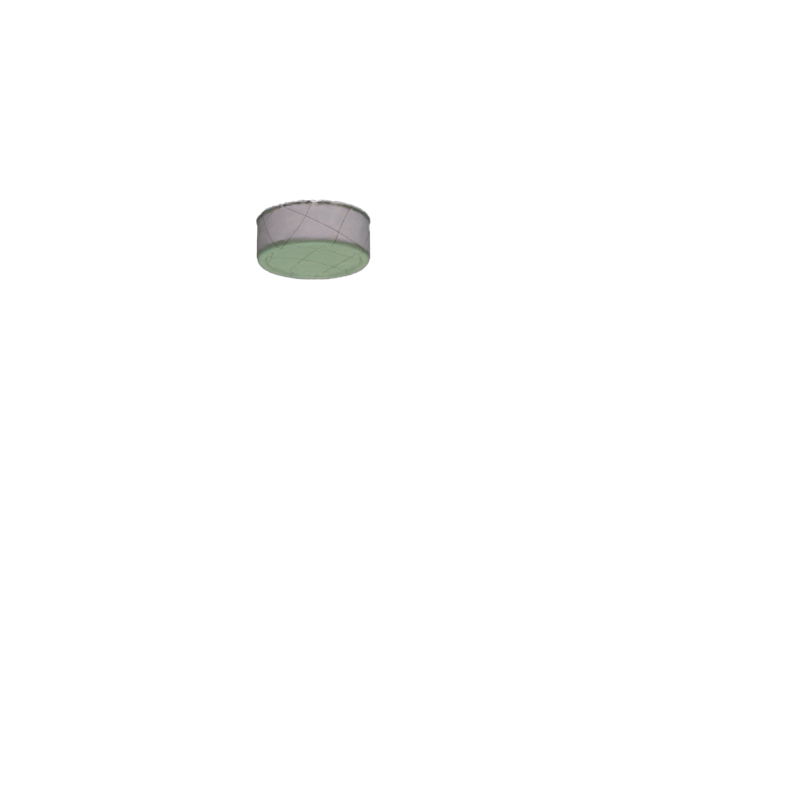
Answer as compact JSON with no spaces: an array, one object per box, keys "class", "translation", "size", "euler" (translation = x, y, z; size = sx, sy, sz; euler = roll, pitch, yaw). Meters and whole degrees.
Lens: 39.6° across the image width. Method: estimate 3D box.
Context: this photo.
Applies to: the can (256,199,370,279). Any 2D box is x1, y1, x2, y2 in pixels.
[{"class":"can","translation":[-0.065,-0.118,0.826],"size":[0.086,0.035,0.083],"euler":[0,-14,-2]}]
